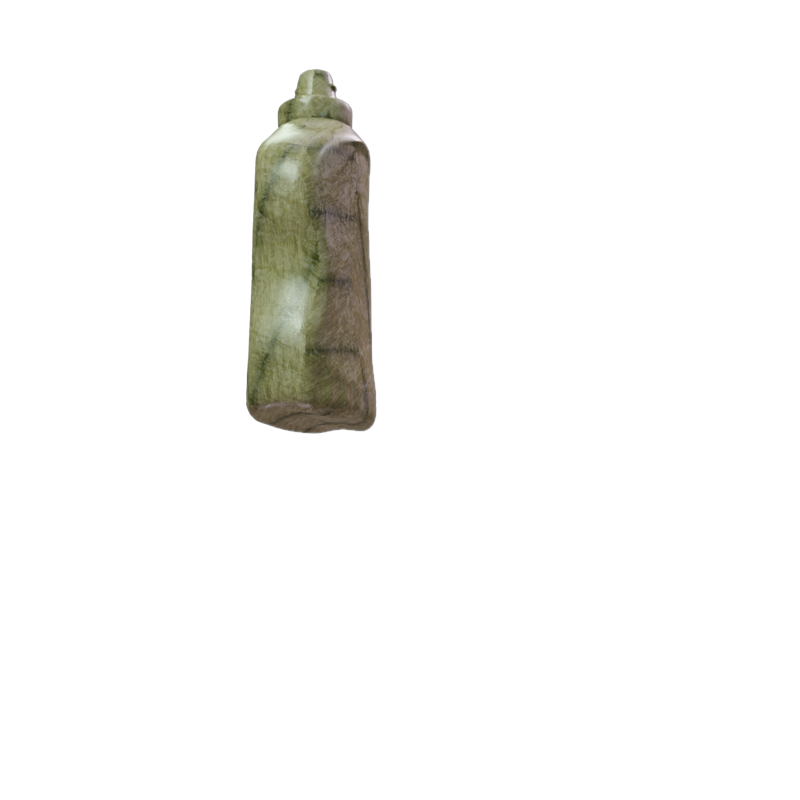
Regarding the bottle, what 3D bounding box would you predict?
[{"bbox_3d":[-0.045,-0.083,0.583,0.059,0.199,0.091,-7,-16,19],"label":"bottle"}]
